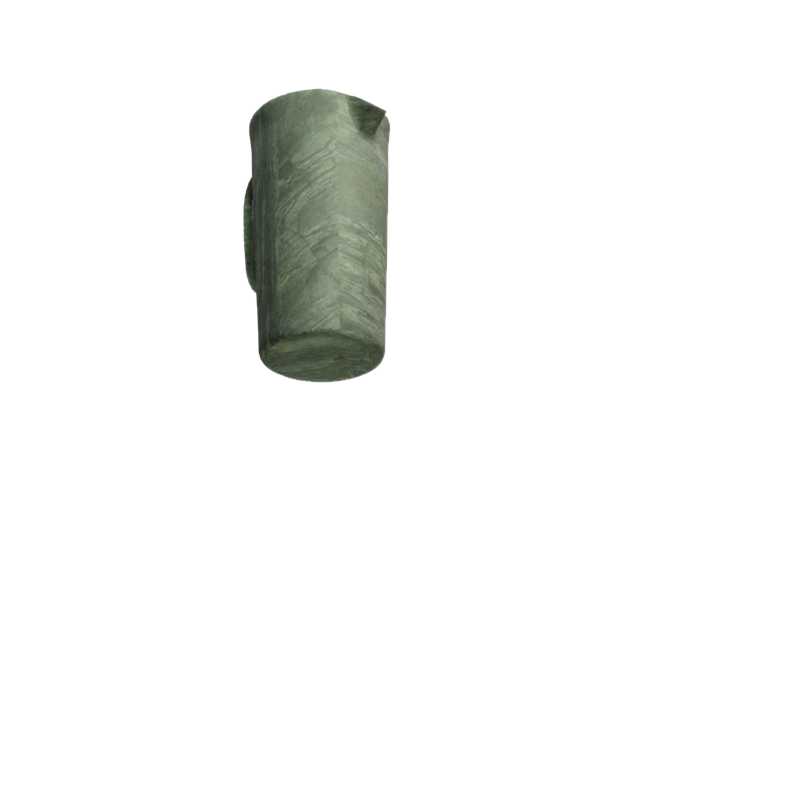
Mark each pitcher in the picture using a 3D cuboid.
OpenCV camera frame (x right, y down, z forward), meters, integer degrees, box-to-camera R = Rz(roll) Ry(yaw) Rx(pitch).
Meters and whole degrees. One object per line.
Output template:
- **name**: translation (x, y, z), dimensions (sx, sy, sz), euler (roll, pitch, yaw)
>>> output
- **pitcher**: translation (-0.078, -0.143, 0.999), dimensions (0.145, 0.257, 0.141), euler (-2, -24, 1)
